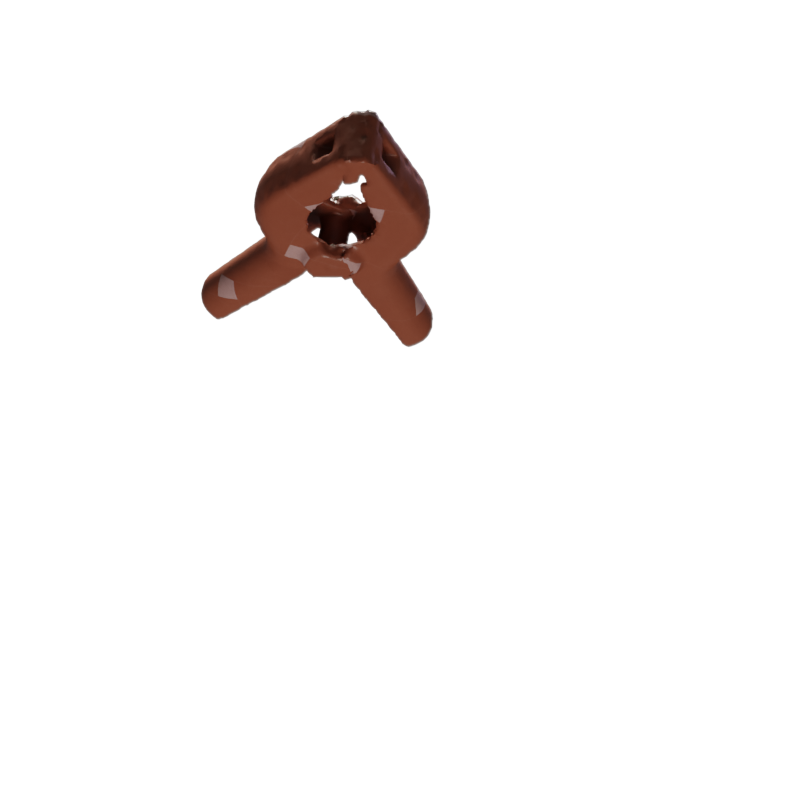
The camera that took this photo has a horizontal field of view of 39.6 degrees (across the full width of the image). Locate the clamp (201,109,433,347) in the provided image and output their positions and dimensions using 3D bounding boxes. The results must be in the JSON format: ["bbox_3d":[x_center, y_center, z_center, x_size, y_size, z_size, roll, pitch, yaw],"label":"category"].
[{"bbox_3d":[-0.041,-0.075,0.524,0.120,0.042,0.161,0,-29,-1],"label":"clamp"}]
